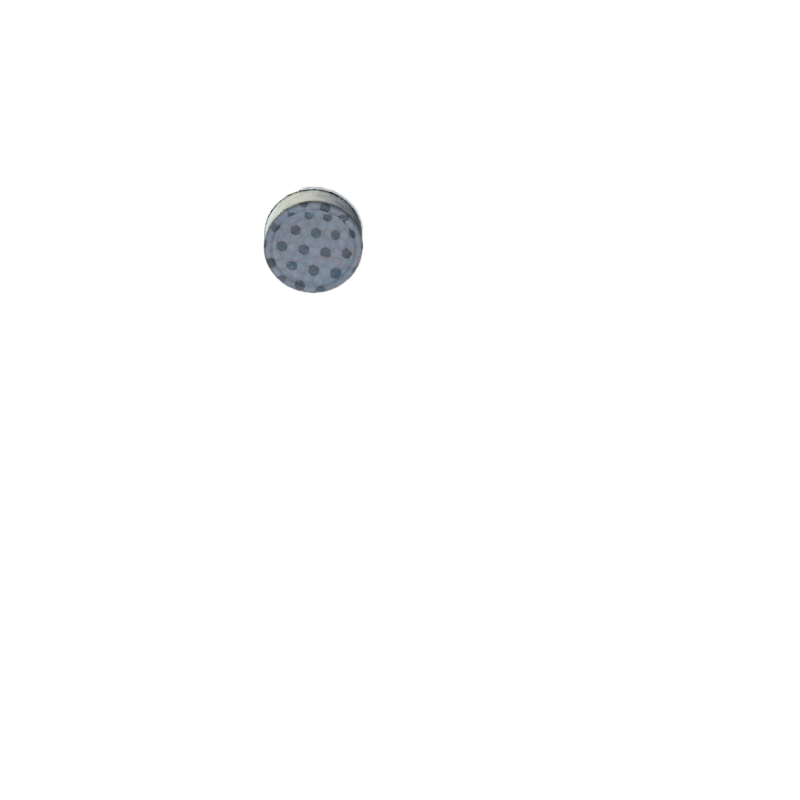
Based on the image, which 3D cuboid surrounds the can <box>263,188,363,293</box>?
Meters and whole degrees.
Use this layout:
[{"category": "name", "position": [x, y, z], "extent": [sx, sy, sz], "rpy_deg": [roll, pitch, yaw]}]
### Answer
[{"category": "can", "position": [-0.074, -0.135, 0.948], "extent": [0.086, 0.081, 0.035], "rpy_deg": [1, 25, -1]}]
